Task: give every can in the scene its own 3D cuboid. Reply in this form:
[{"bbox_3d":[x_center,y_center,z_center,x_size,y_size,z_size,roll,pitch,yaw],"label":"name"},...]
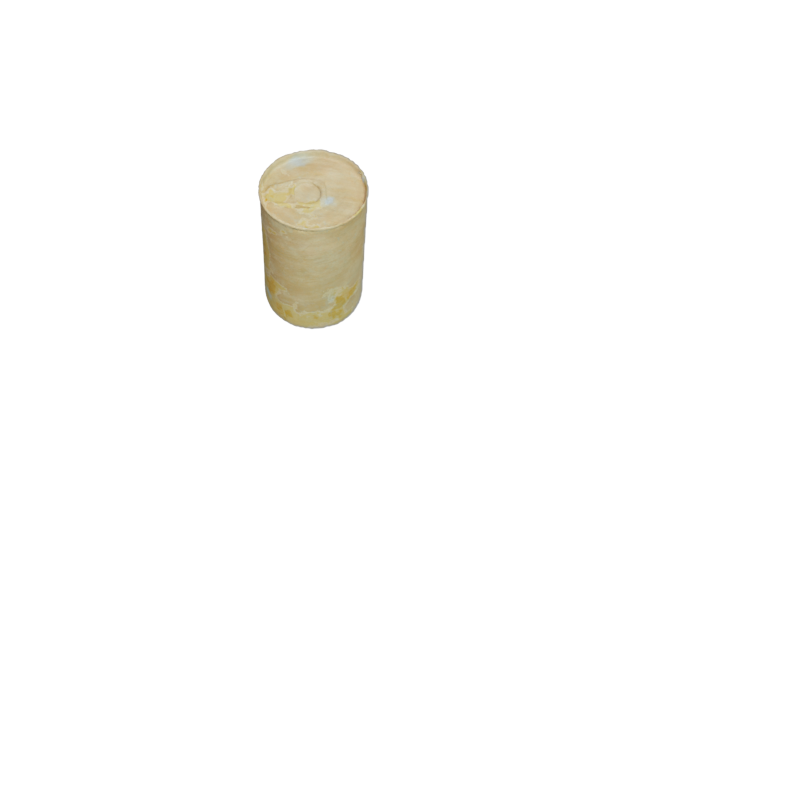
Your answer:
[{"bbox_3d":[-0.056,-0.102,0.716,0.068,0.073,0.095,0,-37,-3],"label":"can"}]
